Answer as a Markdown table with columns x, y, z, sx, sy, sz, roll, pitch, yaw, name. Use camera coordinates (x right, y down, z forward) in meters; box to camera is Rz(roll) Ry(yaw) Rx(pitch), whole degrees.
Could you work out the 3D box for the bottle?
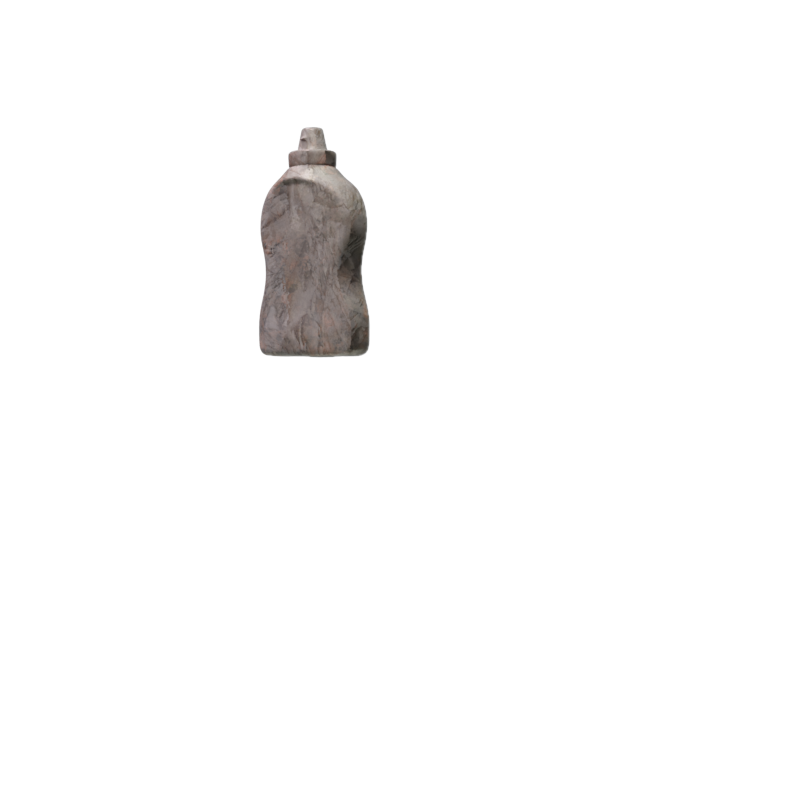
| x | y | z | sx | sy | sz | roll | pitch | yaw | name |
| --- | --- | --- | --- | --- | --- | --- | --- | --- | --- |
| -0.073 | -0.133 | 0.931 | 0.099 | 0.194 | 0.056 | -2 | -4 | 36 | bottle |
